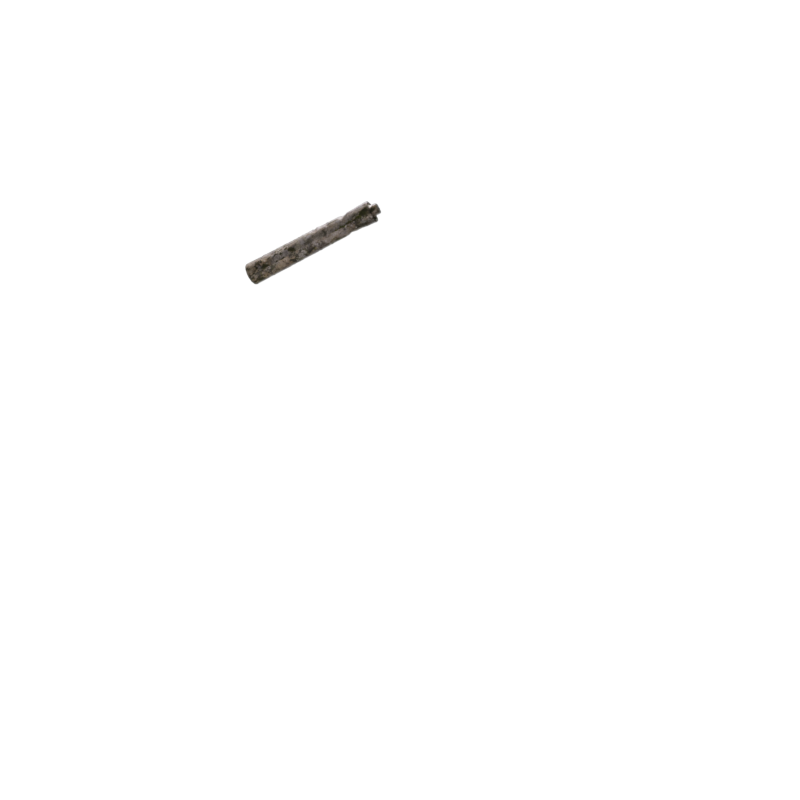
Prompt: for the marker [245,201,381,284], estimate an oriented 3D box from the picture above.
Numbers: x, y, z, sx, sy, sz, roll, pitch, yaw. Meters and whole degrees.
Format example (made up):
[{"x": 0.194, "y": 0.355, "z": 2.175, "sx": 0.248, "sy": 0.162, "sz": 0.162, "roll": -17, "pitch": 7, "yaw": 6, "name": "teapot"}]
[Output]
[{"x": -0.070, "y": -0.127, "z": 0.892, "sx": 0.121, "sy": 0.020, "sz": 0.019, "roll": -25, "pitch": -4, "yaw": 17, "name": "marker"}]
